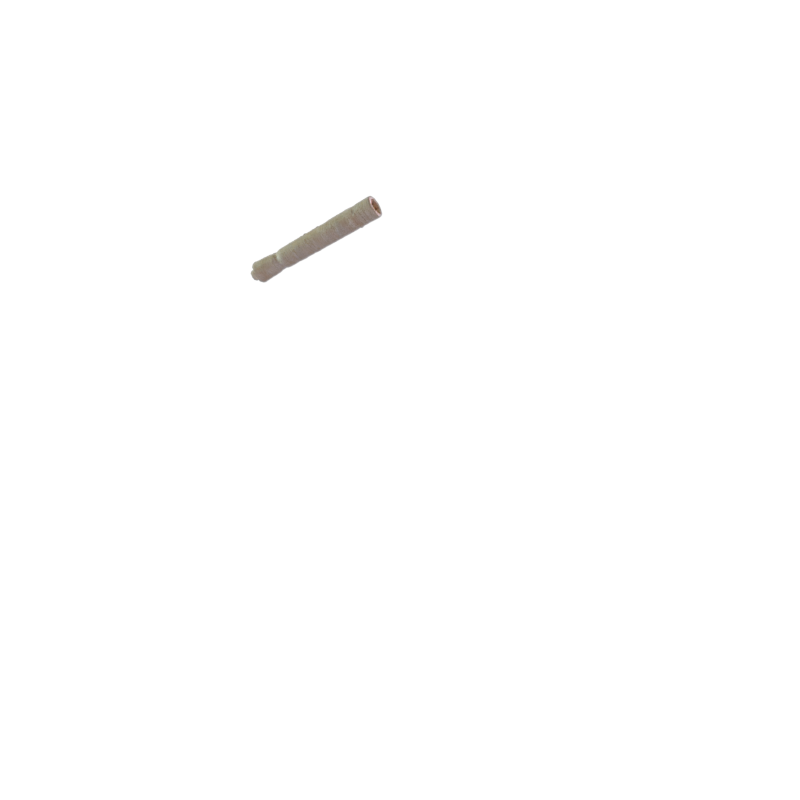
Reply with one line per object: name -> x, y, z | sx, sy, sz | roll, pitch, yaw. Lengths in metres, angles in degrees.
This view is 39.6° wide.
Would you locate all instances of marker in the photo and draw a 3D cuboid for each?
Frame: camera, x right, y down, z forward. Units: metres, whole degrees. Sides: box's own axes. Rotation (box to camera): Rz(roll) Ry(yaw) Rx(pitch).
marker -> -0.069, -0.126, 0.884 | 0.121, 0.020, 0.019 | -26, -7, 22
